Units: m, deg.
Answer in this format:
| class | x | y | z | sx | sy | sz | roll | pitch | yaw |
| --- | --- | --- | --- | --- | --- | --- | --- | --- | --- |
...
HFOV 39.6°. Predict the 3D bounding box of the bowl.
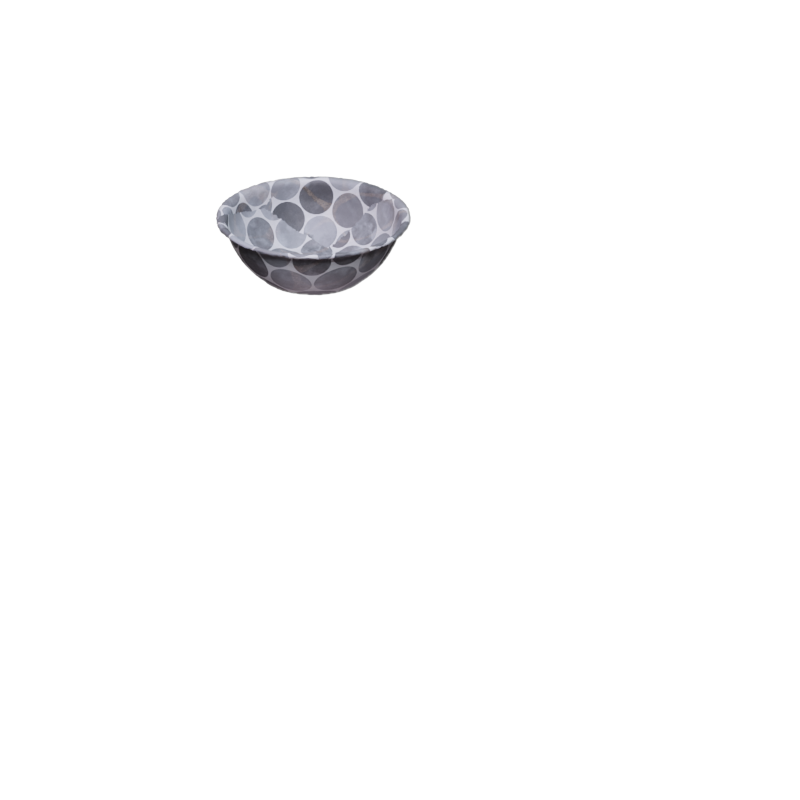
| class | x | y | z | sx | sy | sz | roll | pitch | yaw |
| --- | --- | --- | --- | --- | --- | --- | --- | --- | --- |
| bowl | -0.073 | -0.133 | 0.934 | 0.162 | 0.052 | 0.172 | -1 | 31 | -2 |
